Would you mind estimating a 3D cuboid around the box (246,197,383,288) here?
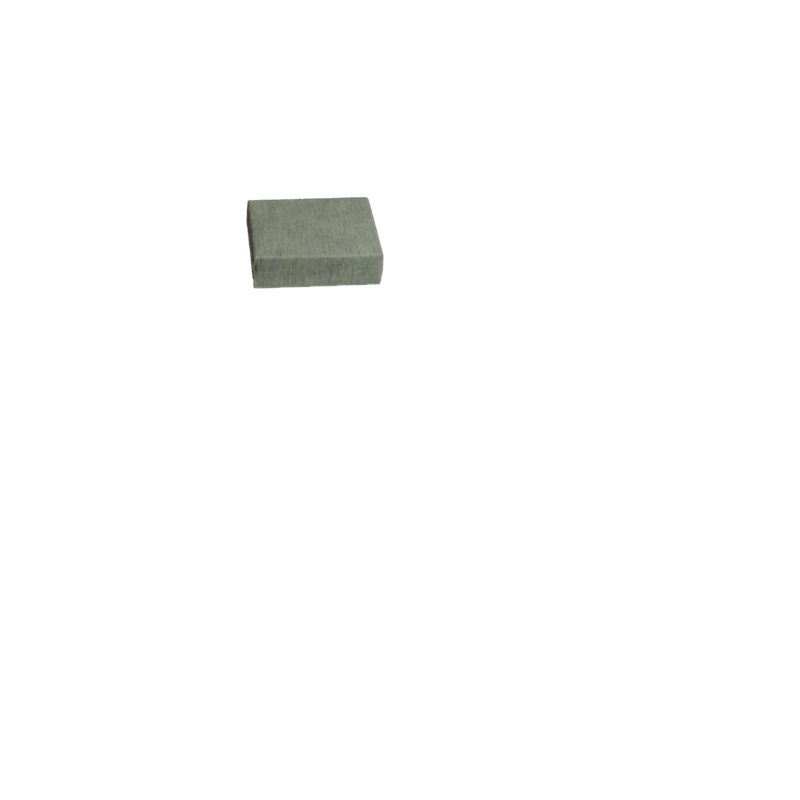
[{"bbox_3d":[-0.076,-0.138,0.969,0.113,0.036,0.097,-5,40,-6],"label":"box"}]
